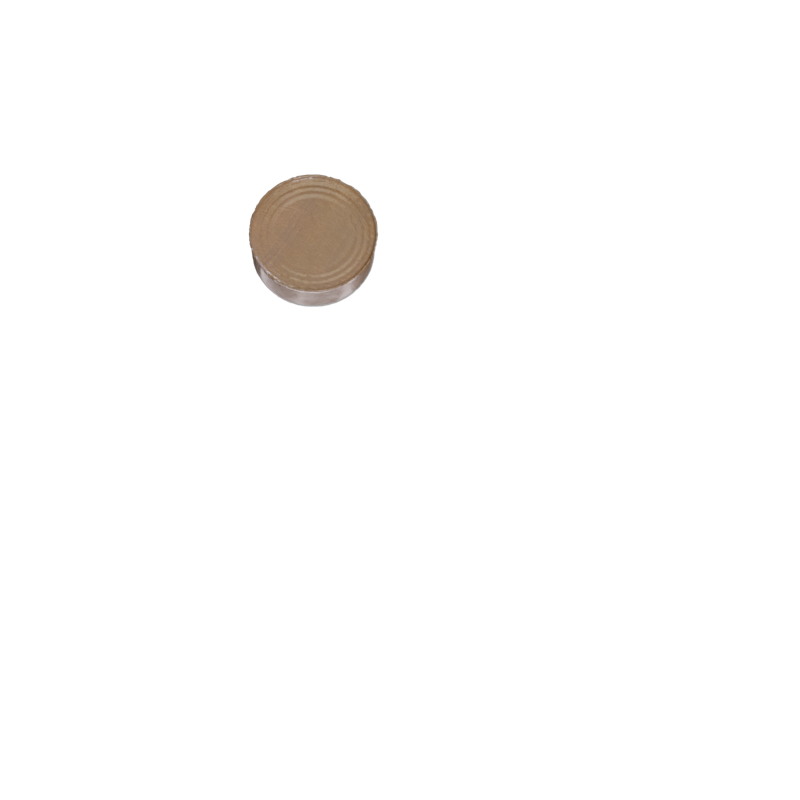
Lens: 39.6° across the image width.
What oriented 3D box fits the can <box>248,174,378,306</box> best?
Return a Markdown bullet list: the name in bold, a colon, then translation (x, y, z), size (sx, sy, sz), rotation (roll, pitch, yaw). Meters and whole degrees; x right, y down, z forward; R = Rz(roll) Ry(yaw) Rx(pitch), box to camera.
- **can**: translation (-0.059, -0.107, 0.749), size (0.086, 0.090, 0.032), rotation (-1, -22, -1)
